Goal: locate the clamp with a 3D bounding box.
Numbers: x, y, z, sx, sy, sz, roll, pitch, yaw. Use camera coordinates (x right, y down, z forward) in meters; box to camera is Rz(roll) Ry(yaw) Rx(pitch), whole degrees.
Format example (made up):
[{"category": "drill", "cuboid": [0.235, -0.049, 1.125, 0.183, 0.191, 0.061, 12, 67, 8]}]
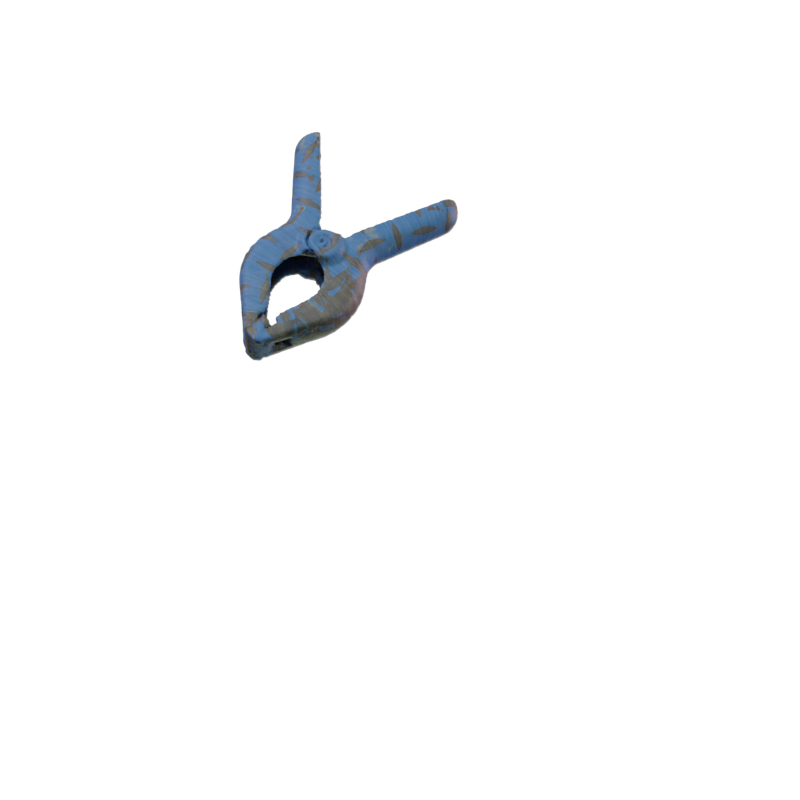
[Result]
[{"category": "clamp", "cuboid": [-0.056, -0.102, 0.717, 0.126, 0.175, 0.037, 32, -31, 22]}]
